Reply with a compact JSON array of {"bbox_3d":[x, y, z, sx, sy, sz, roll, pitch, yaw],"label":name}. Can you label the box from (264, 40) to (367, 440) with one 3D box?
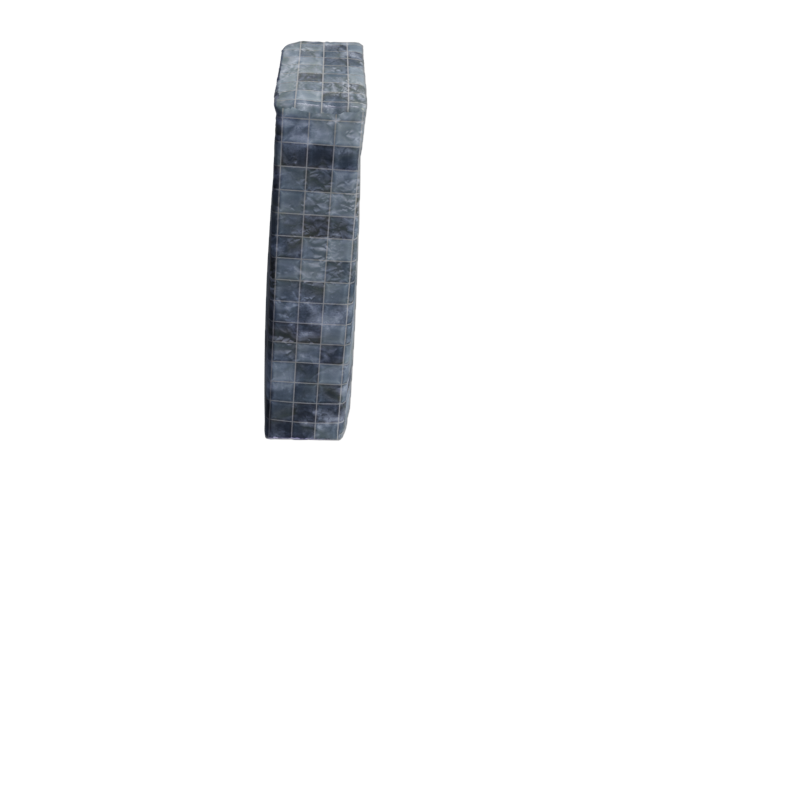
[{"bbox_3d":[-0.043,-0.077,0.540,0.048,0.166,0.099,1,30,-3],"label":"box"}]
